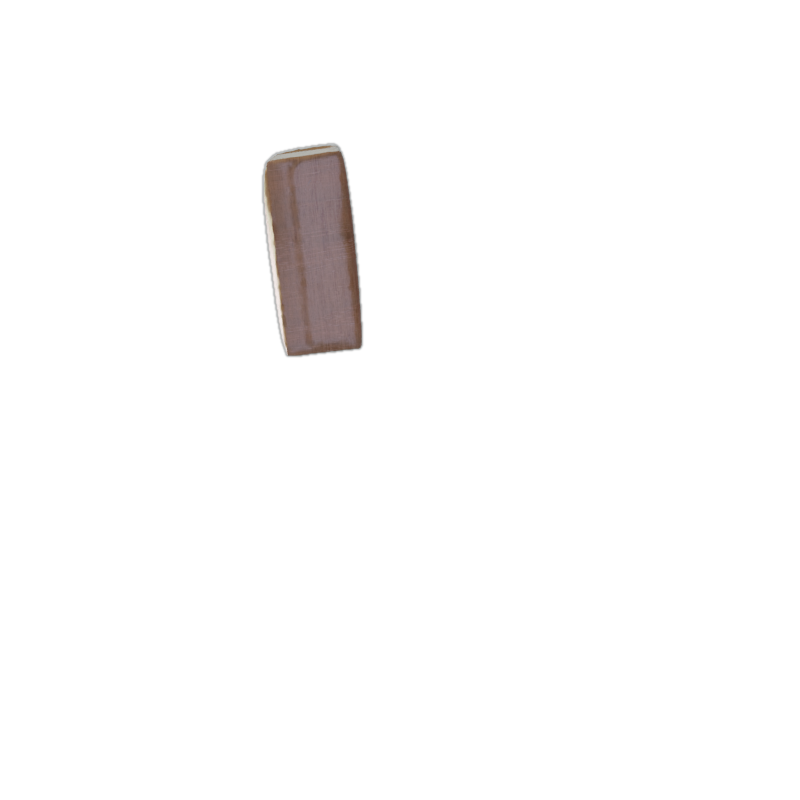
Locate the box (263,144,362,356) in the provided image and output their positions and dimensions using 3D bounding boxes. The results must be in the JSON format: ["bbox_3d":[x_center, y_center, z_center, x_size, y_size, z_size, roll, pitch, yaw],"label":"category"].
[{"bbox_3d":[-0.078,-0.142,0.994,0.072,0.161,0.219,-6,12,-2],"label":"box"}]
